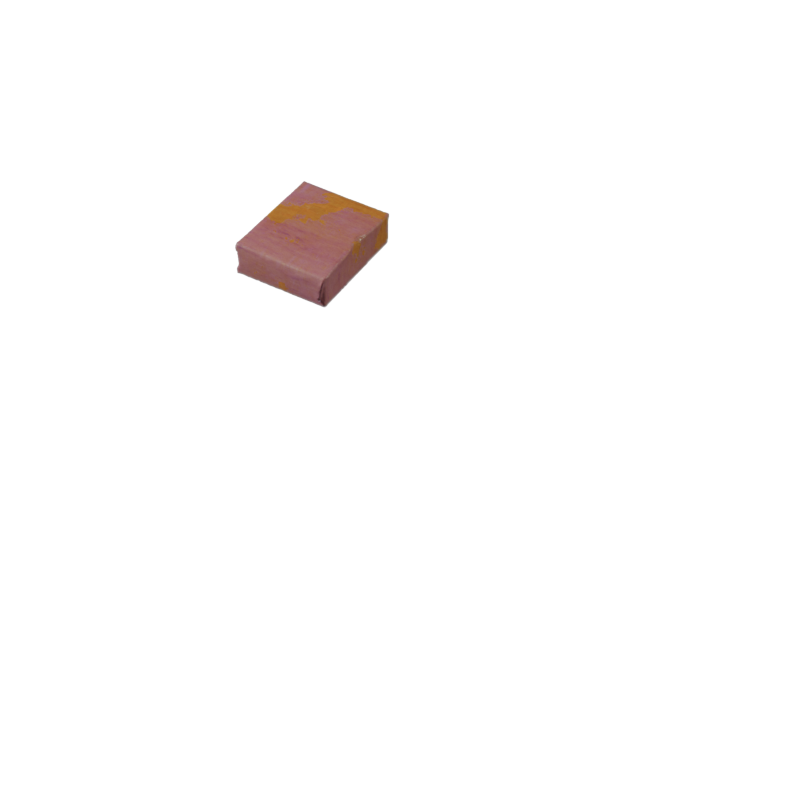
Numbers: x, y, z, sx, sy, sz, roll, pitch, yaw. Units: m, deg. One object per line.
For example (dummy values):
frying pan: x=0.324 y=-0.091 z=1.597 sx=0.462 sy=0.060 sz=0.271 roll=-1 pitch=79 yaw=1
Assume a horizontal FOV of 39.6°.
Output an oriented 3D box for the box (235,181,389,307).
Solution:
box: x=-0.061 y=-0.111 z=0.775 sx=0.077 sy=0.028 sz=0.091 roll=22 pitch=47 yaw=22
